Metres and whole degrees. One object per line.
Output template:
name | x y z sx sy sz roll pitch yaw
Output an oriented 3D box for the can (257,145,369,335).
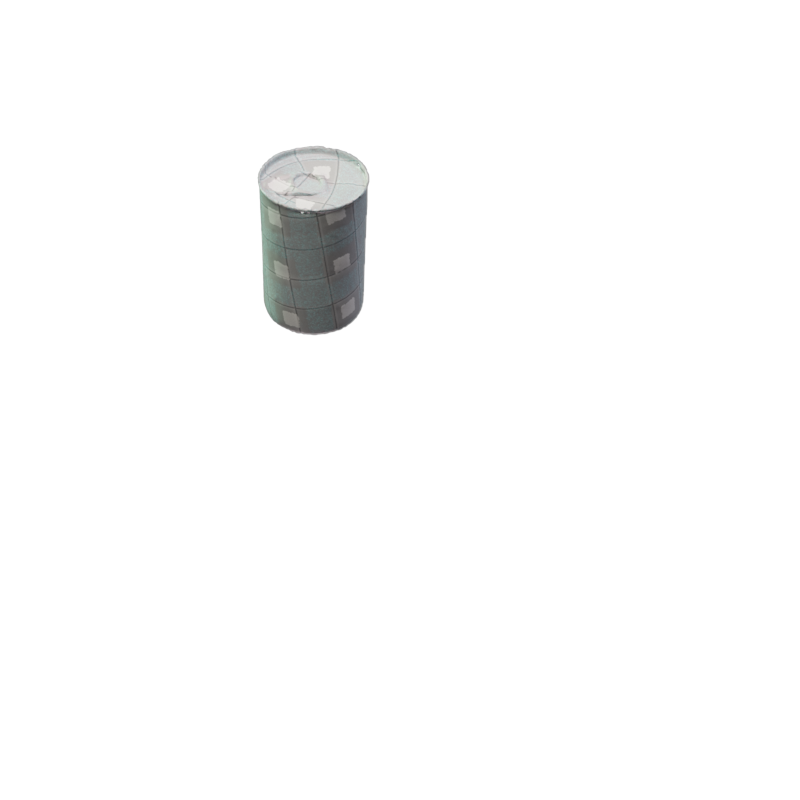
can | -0.055 -0.100 0.704 0.068 0.095 0.073 0 42 -3
